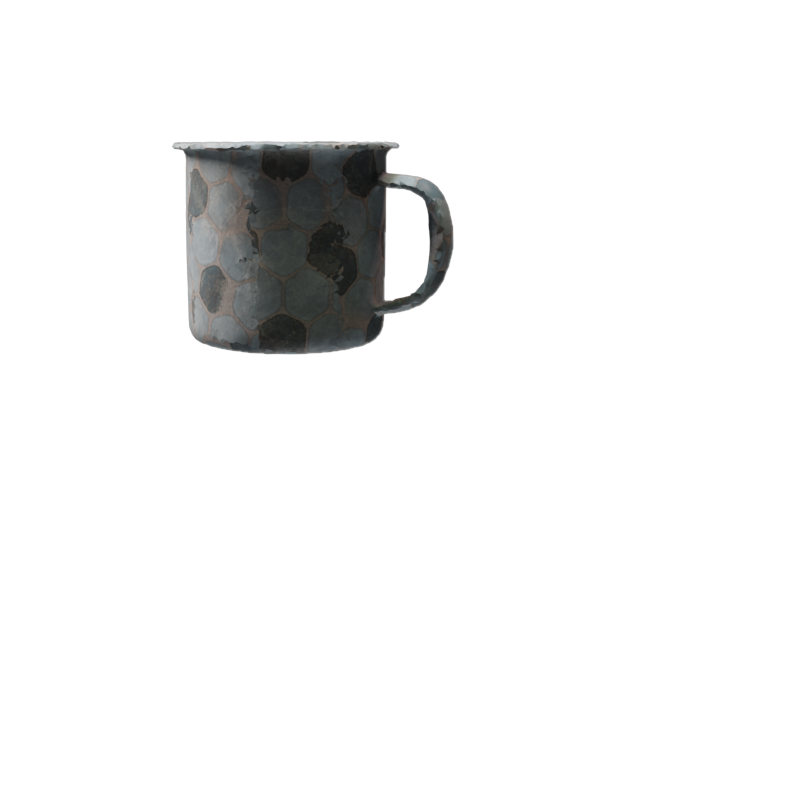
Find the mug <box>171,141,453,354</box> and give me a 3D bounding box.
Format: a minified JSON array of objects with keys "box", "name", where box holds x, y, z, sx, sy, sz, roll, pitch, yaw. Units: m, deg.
[{"box":[-0.036,-0.065,0.454,0.120,0.080,0.093,4,11,18],"name":"mug"}]
